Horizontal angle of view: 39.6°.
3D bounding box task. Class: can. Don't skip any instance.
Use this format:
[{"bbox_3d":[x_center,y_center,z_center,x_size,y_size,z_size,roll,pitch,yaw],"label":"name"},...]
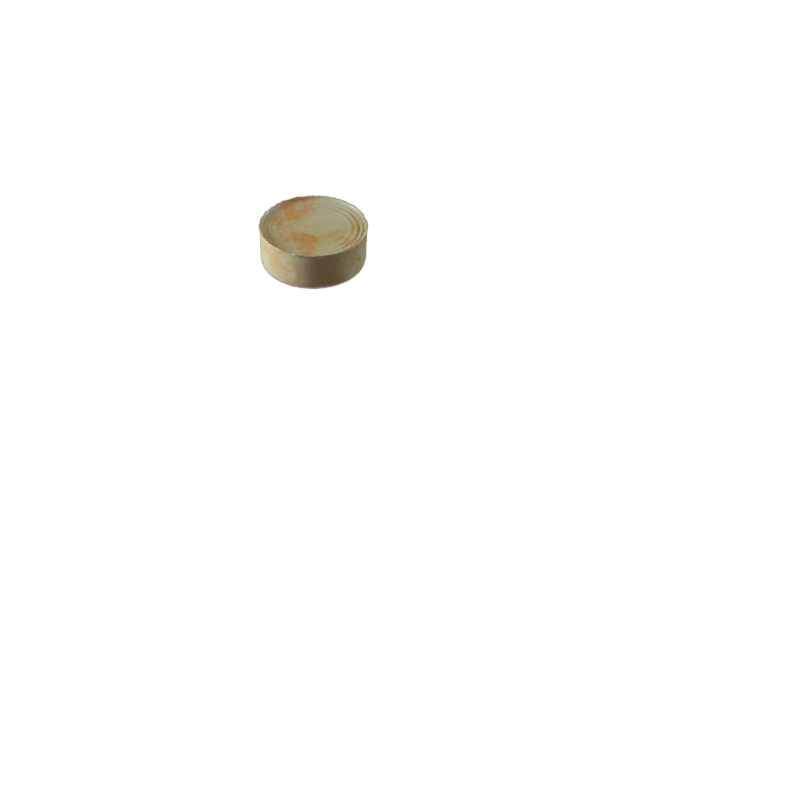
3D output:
[{"bbox_3d":[-0.069,-0.125,0.876,0.086,0.031,0.092,-1,40,-2],"label":"can"}]
